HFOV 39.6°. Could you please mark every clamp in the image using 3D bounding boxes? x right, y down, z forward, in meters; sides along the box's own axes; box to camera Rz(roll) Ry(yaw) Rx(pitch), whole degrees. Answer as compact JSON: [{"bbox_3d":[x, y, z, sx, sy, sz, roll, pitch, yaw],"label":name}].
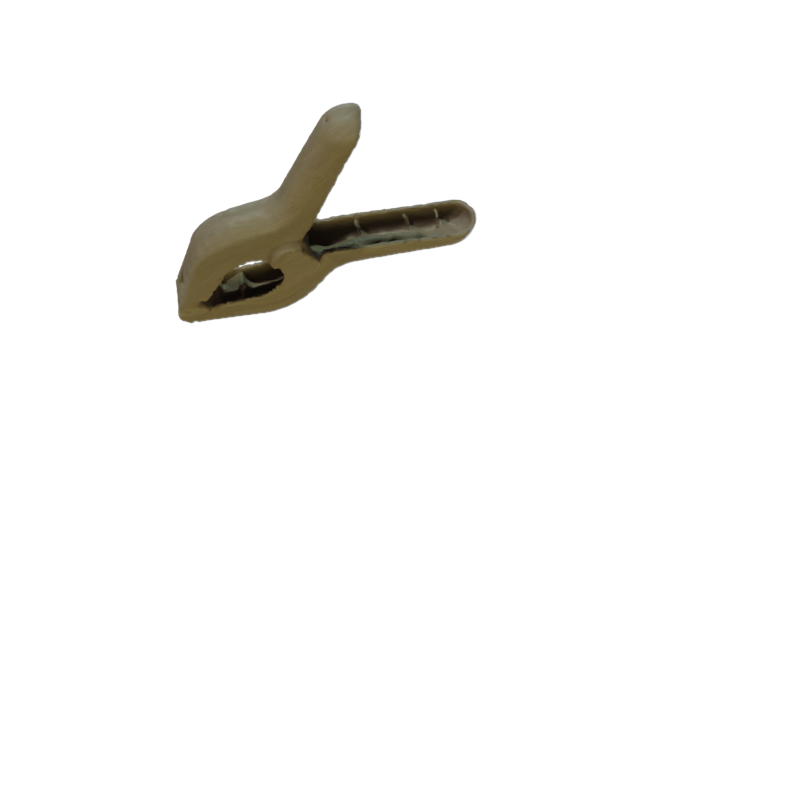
[{"bbox_3d":[-0.047,-0.086,0.601,0.171,0.042,0.112,-29,-45,34],"label":"clamp"}]
